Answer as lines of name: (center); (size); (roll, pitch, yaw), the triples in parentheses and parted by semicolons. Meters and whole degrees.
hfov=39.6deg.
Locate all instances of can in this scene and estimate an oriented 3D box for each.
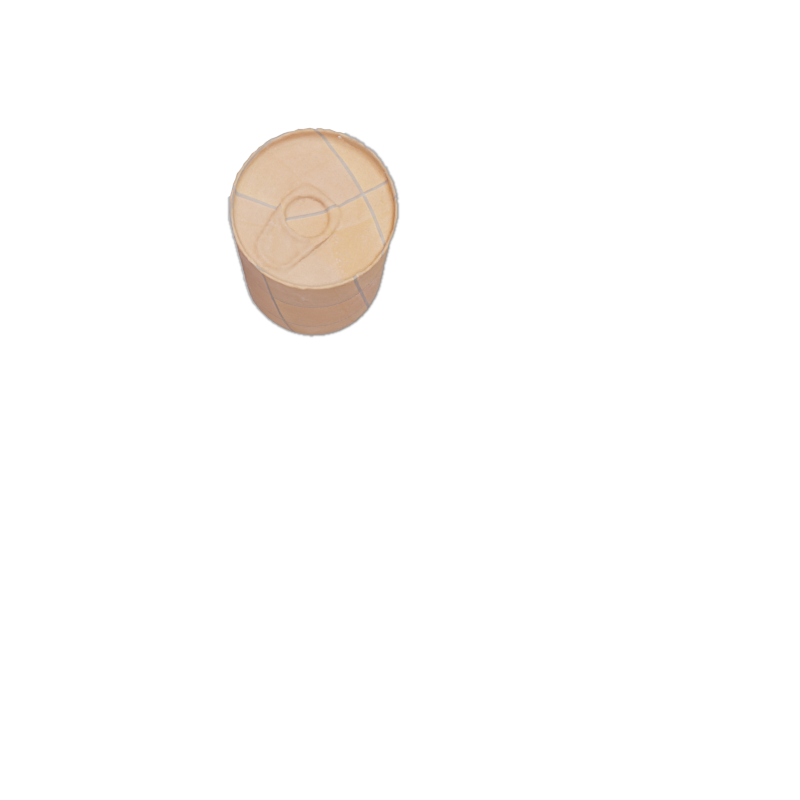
can: (-0.038, -0.070, 0.491); (0.068, 0.071, 0.099); (0, -11, -3)
